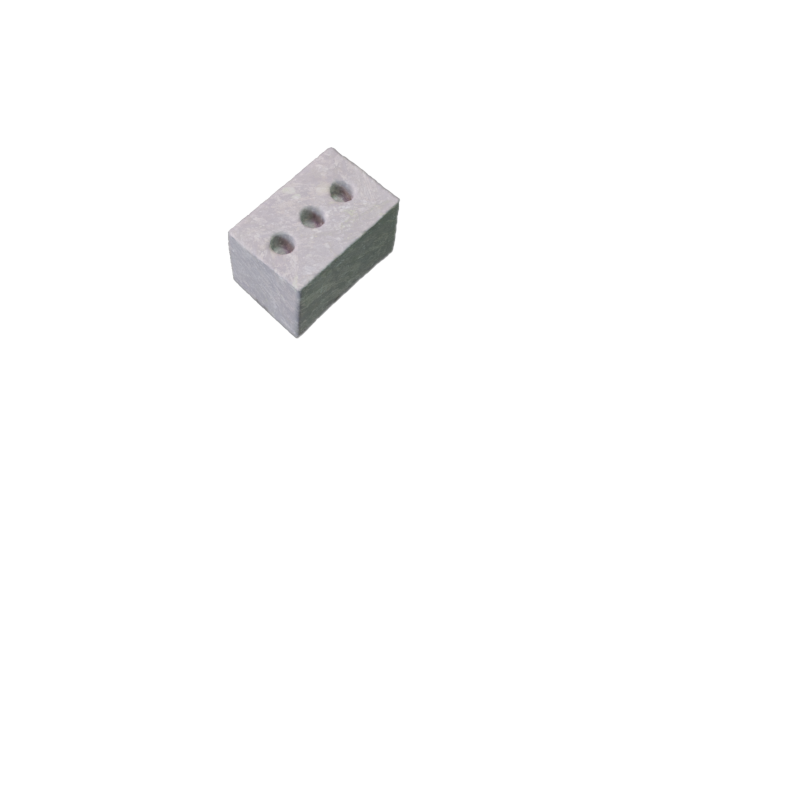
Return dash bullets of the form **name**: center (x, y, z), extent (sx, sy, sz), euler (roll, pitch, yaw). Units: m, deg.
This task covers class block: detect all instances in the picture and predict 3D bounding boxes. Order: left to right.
- **block**: center (-0.046, -0.084, 0.588), extent (0.055, 0.079, 0.048), euler (39, -22, 16)
